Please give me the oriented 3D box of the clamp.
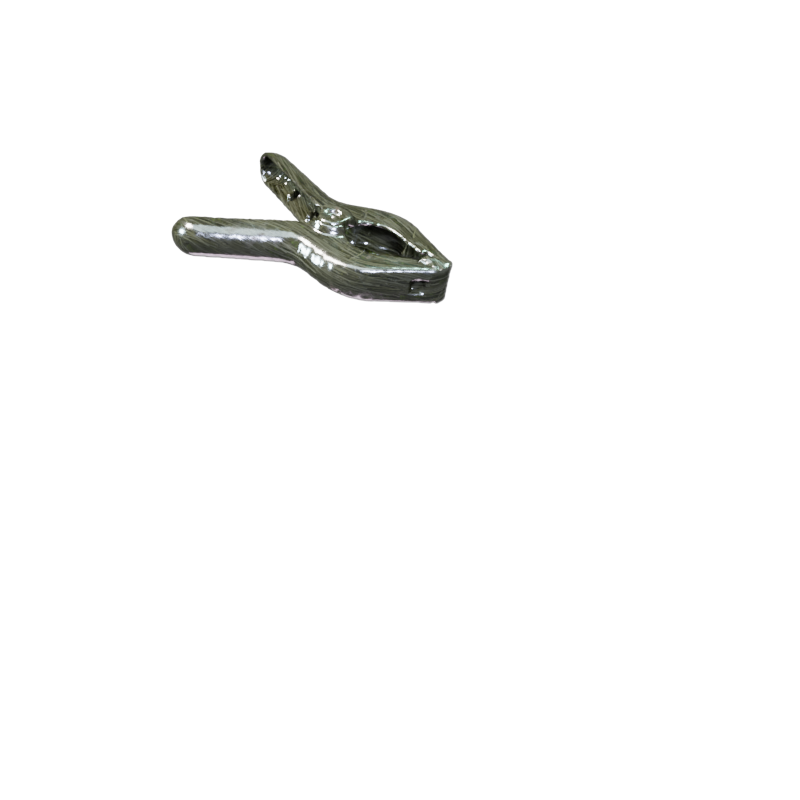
[{"bbox_3d":[-0.055,-0.100,0.698,0.181,0.037,0.122,27,49,26],"label":"clamp"}]
